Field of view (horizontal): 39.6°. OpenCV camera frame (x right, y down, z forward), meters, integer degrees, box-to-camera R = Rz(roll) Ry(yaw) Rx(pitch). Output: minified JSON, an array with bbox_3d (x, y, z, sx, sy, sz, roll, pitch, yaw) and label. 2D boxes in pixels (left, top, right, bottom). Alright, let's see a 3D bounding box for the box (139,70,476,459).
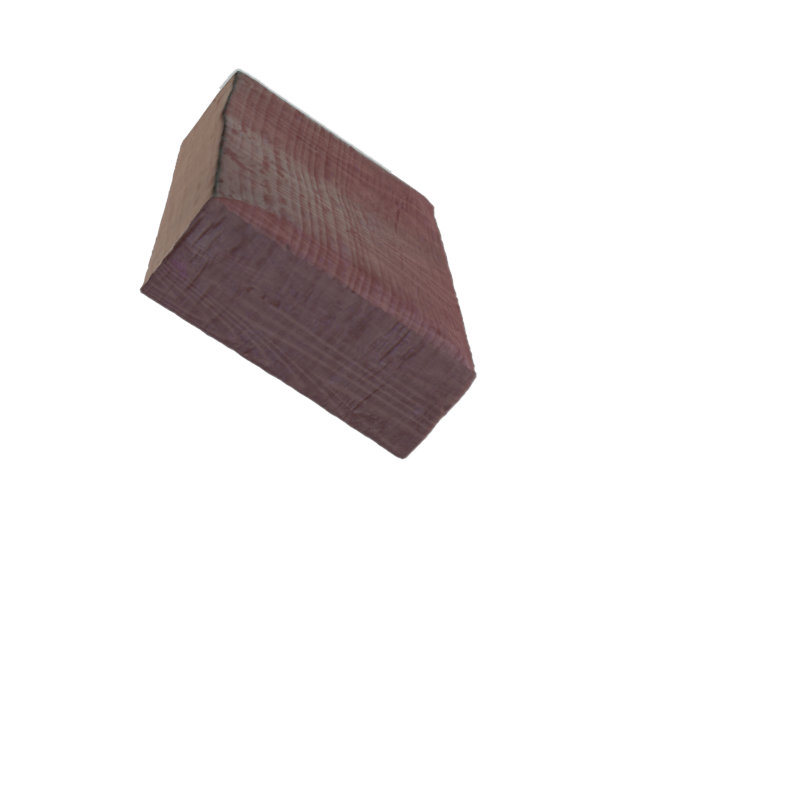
[{"bbox_3d":[-0.049,-0.089,0.625,0.158,0.070,0.227,32,24,-19],"label":"box"}]
